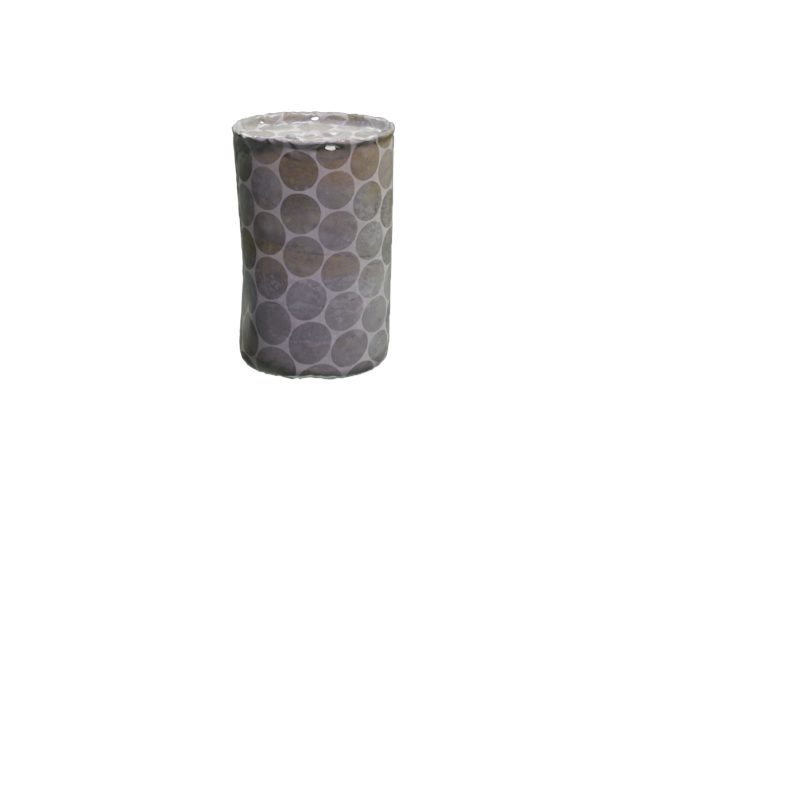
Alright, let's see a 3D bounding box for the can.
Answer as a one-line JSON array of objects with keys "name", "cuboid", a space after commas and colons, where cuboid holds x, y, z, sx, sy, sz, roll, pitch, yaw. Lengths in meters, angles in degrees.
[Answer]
[{"name": "can", "cuboid": [-0.037, -0.068, 0.475, 0.068, 0.098, 0.071, 0, 19, -2]}]
